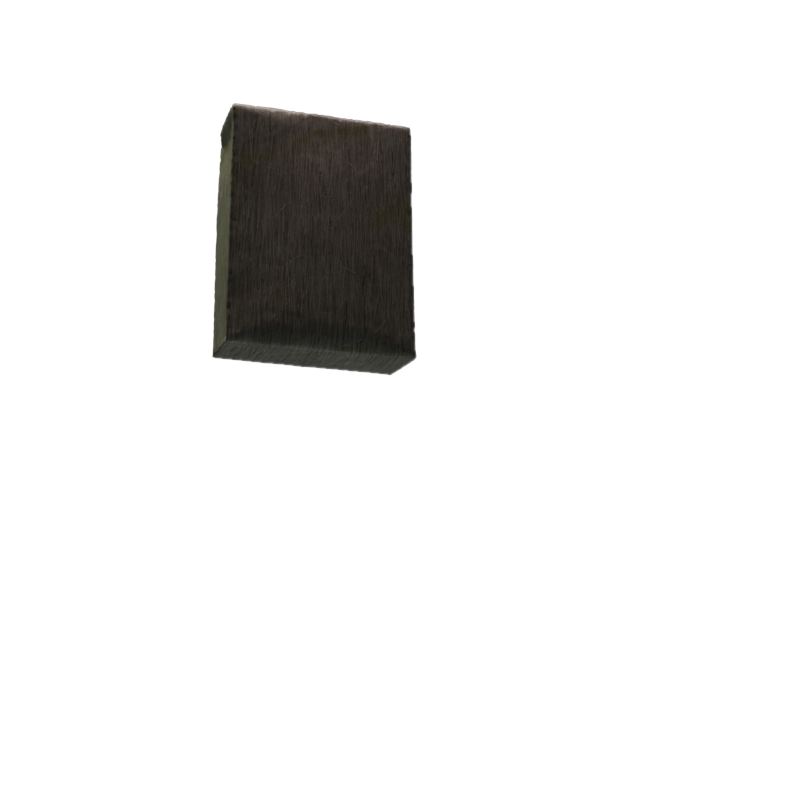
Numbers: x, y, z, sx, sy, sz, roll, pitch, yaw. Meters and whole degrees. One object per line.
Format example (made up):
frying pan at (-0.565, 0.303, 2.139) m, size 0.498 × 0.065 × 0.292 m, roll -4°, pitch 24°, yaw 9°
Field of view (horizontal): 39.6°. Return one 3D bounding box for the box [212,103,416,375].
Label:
box at (-0.075, -0.136, 0.954) m, size 0.160 × 0.224 × 0.070 m, roll 5°, pitch -21°, yaw -17°
